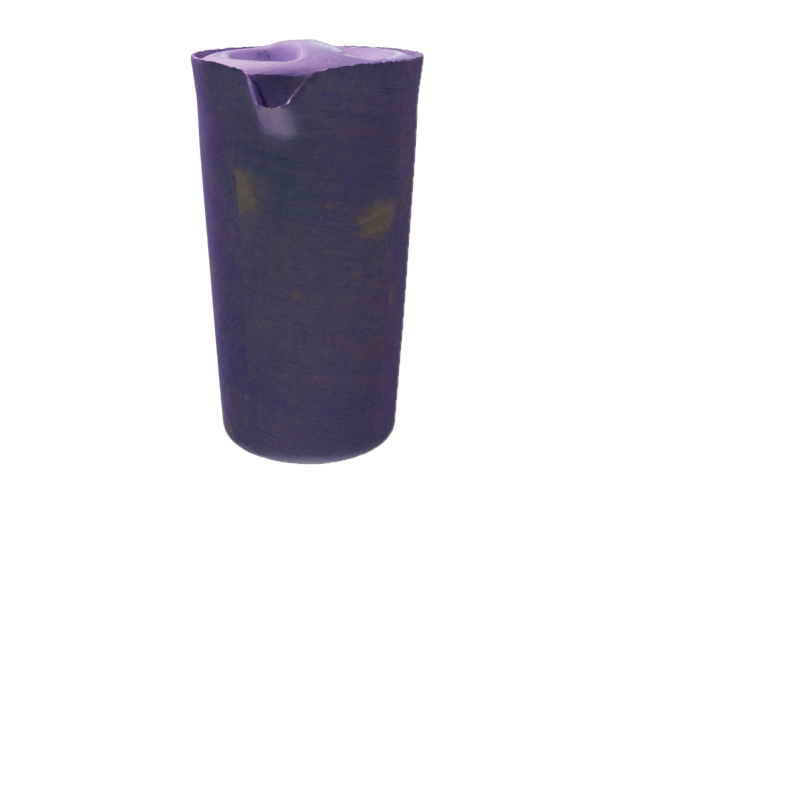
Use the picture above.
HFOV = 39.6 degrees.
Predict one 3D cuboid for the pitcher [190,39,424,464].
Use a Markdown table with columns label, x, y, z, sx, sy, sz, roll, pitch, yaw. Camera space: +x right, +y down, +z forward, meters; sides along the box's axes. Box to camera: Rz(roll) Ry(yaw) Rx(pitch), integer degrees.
| label | x | y | z | sx | sy | sz | roll | pitch | yaw |
| --- | --- | --- | --- | --- | --- | --- | --- | --- | --- |
| pitcher | -0.053 | -0.096 | 0.674 | 0.146 | 0.234 | 0.154 | -11 | 21 | -34 |
